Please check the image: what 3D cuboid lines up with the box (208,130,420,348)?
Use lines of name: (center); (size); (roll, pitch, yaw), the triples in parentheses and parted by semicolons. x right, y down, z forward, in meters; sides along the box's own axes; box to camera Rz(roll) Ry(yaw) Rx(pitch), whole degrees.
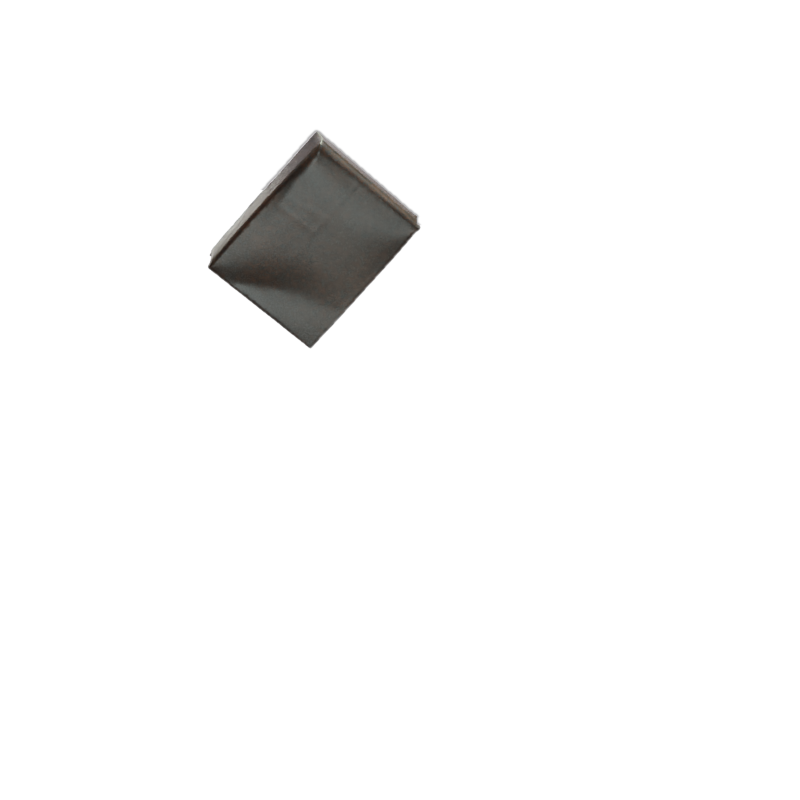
box: (-0.057, -0.104, 0.725); (0.087, 0.112, 0.041); (40, 16, -15)
